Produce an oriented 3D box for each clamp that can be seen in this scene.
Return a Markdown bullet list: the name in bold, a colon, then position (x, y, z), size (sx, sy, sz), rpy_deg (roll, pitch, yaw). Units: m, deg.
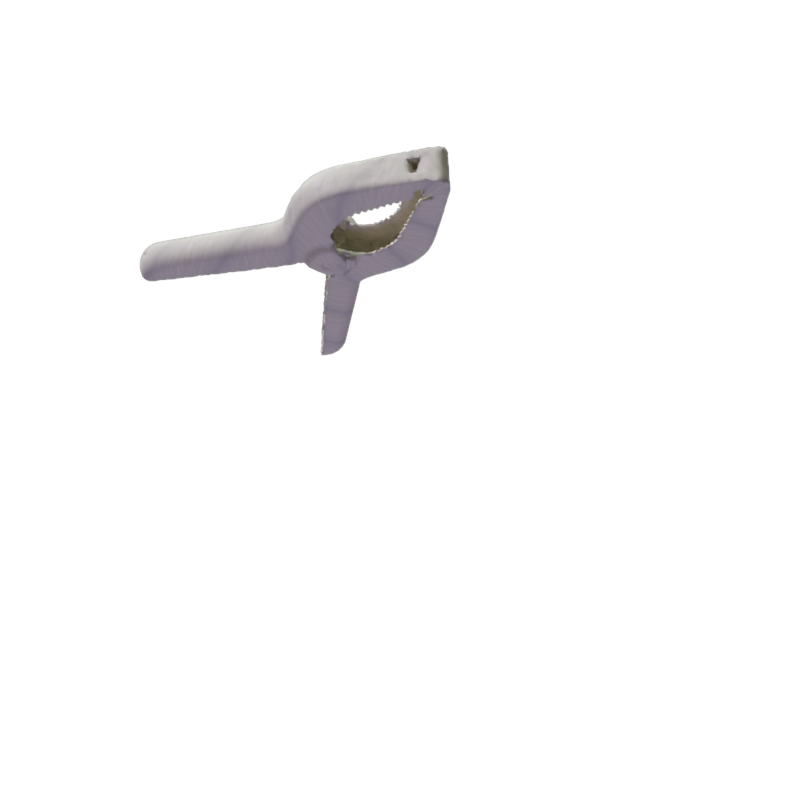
- **clamp**: position (-0.054, -0.099, 0.694), size (0.156, 0.039, 0.207), rpy_deg (19, -35, -30)
